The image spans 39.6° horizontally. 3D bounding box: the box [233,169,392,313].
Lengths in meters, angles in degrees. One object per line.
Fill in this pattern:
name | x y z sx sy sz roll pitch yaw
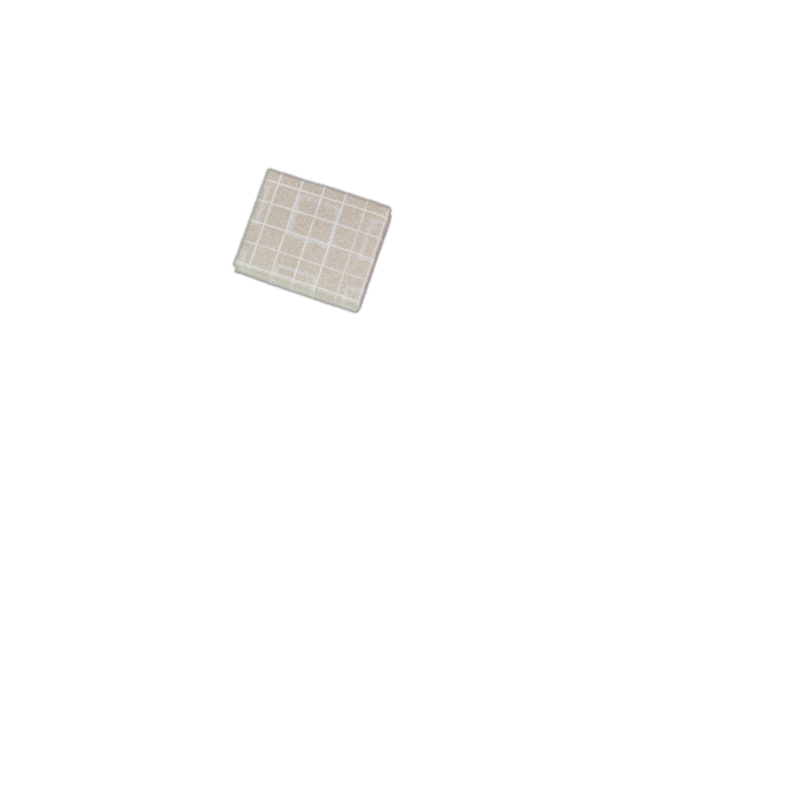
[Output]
box | -0.074 -0.134 0.939 0.115 0.093 0.037 17 -16 5
